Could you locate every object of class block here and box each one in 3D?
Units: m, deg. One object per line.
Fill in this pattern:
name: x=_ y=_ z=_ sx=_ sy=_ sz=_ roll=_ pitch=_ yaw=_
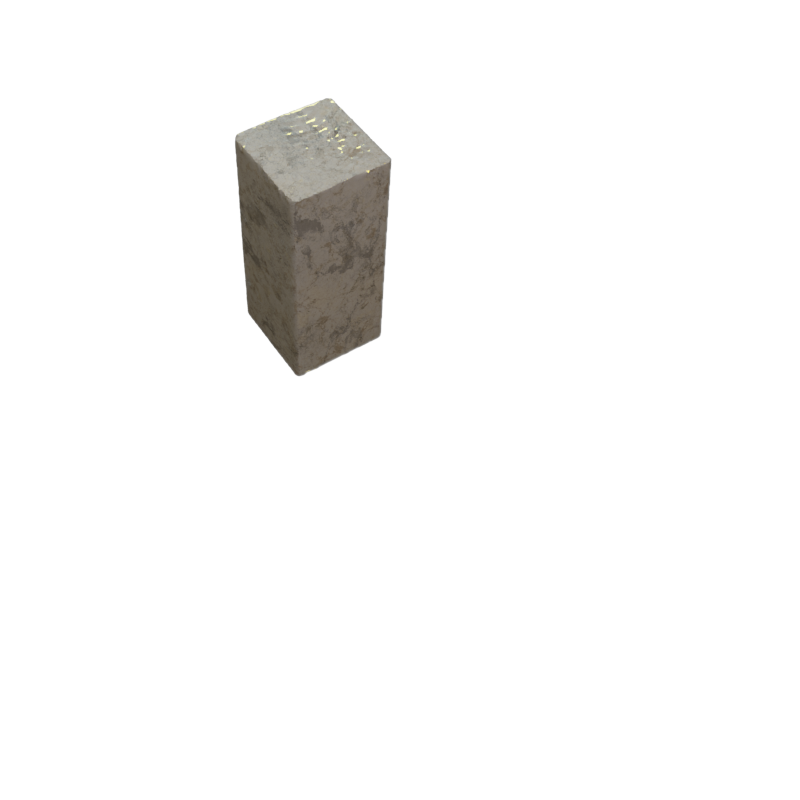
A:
block: x=-0.071 y=-0.129 z=0.904 sx=0.090 sy=0.097 sz=0.192 roll=-26 pitch=-33 yaw=-22
